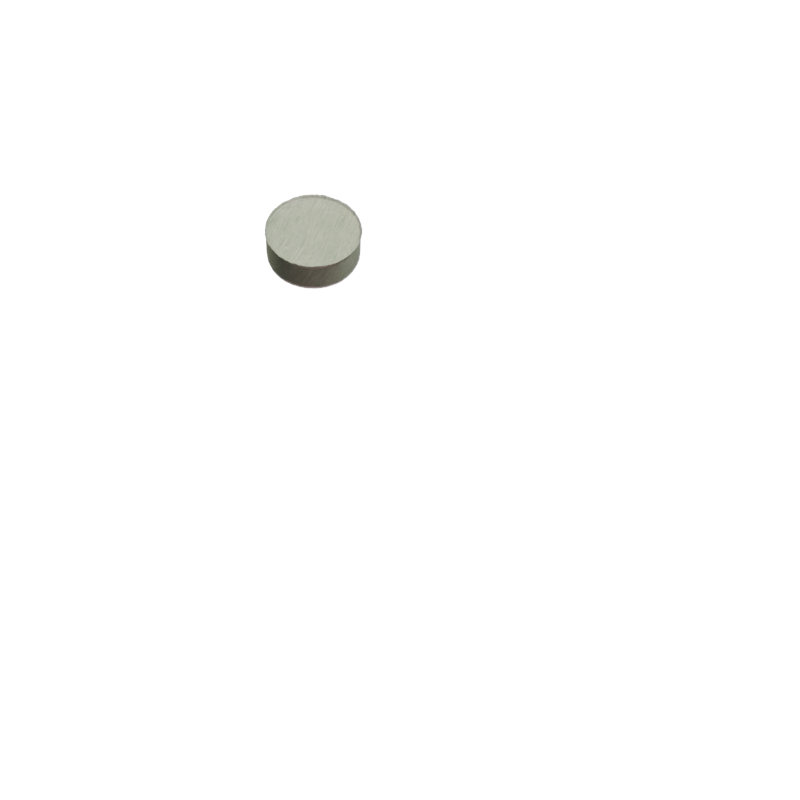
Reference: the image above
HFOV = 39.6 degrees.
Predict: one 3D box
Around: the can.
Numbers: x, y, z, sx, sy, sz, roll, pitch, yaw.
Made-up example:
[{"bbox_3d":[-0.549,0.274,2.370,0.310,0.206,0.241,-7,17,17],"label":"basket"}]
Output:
[{"bbox_3d":[-0.077,-0.141,0.989,0.086,0.092,0.031,-1,-38,-1],"label":"can"}]
